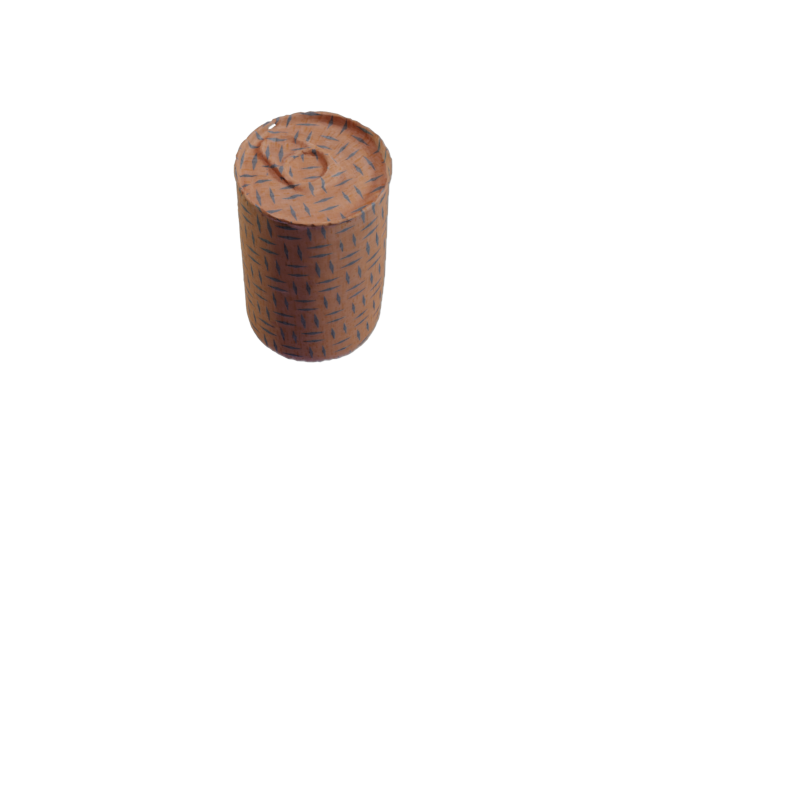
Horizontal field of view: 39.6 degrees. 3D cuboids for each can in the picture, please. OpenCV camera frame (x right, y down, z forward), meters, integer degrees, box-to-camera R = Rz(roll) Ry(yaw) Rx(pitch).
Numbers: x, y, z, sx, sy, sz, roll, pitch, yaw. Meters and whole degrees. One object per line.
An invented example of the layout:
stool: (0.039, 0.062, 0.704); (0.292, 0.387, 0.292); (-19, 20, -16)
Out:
can: (-0.040, -0.073, 0.510); (0.068, 0.073, 0.095); (0, -36, -3)
